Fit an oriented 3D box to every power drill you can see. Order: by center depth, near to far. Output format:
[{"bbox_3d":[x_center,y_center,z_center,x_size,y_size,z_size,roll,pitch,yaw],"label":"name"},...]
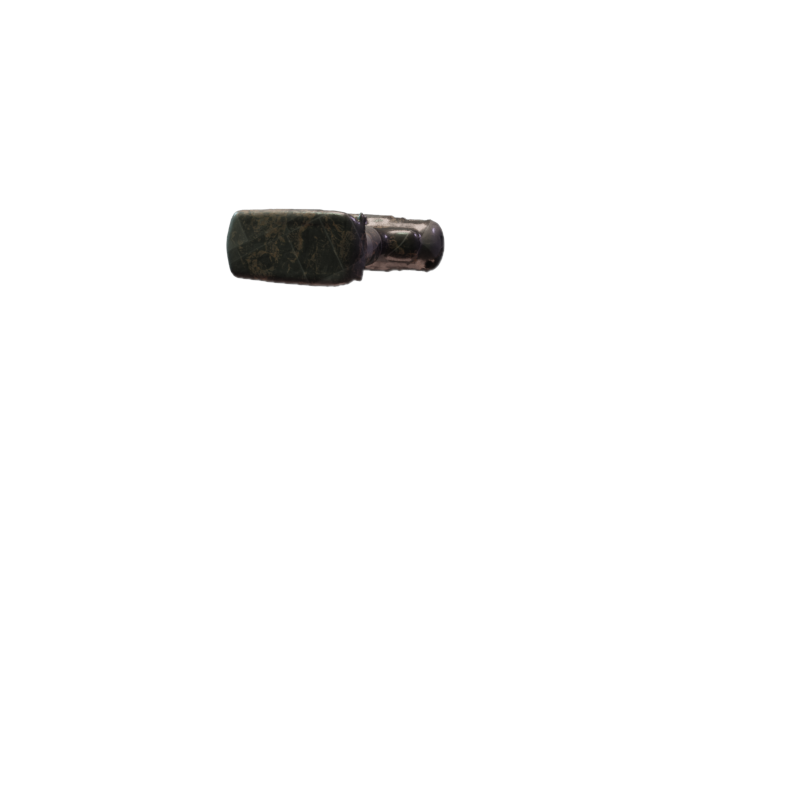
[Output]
[{"bbox_3d":[-0.071,-0.130,0.909,0.189,0.056,0.186,3,11,18],"label":"power drill"}]
